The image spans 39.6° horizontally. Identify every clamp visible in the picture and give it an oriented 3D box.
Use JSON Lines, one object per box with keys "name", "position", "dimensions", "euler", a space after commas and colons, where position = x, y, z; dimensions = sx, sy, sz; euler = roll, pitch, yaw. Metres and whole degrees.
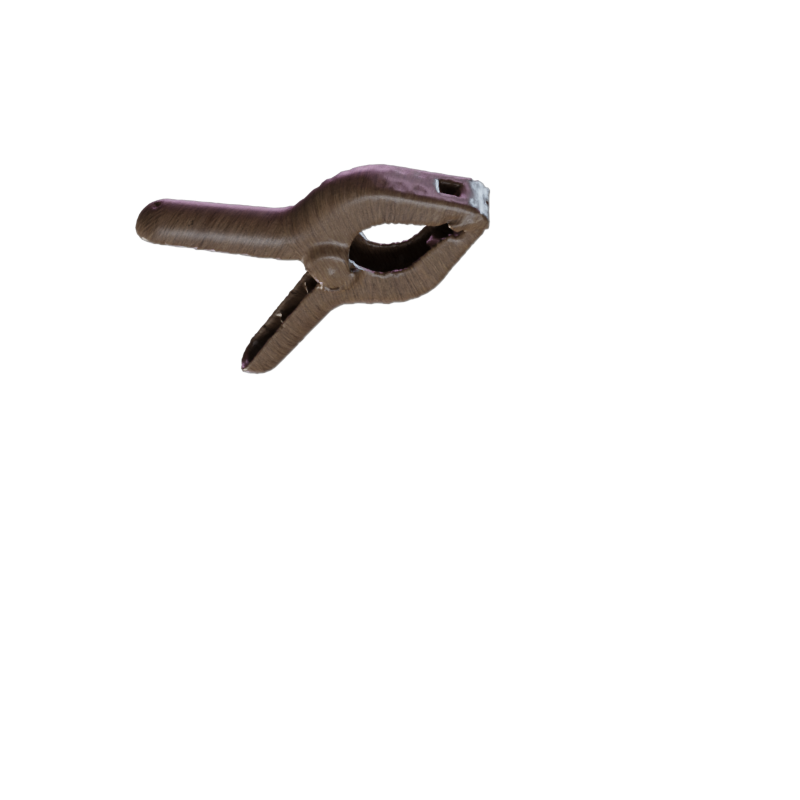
{"name": "clamp", "position": [-0.043, -0.078, 0.549], "dimensions": [0.172, 0.042, 0.111], "euler": [-24, -47, 25]}
